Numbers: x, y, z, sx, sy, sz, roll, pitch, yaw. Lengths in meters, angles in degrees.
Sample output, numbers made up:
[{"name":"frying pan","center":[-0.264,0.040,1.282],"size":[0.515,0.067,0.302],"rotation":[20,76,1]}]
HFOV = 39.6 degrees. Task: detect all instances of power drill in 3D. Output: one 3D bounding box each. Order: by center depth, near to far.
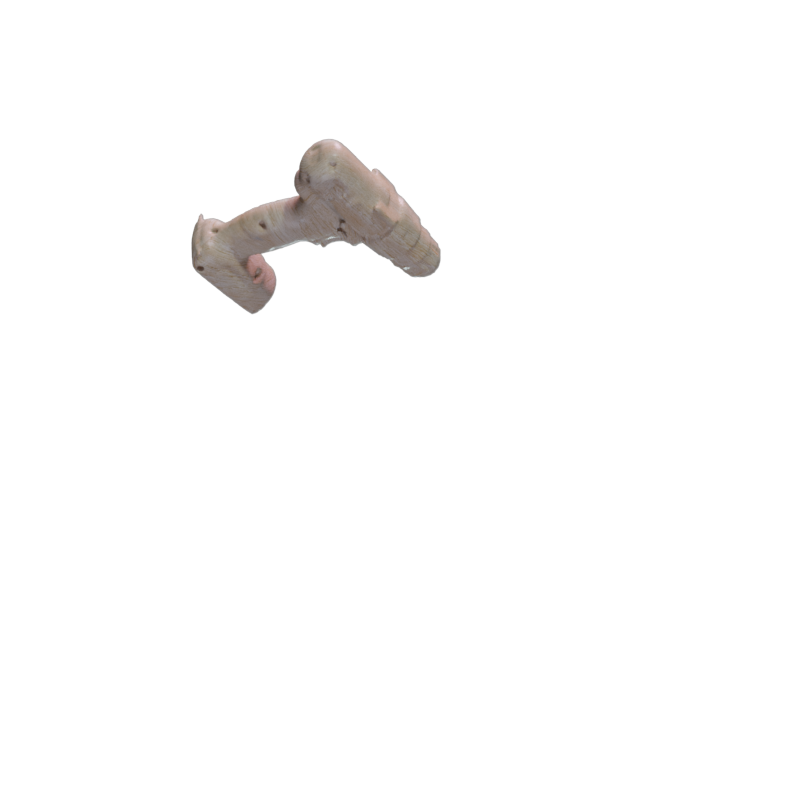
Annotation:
[{"name":"power drill","center":[-0.078,-0.142,0.995],"size":[0.189,0.061,0.171],"rotation":[-22,-42,26]}]
